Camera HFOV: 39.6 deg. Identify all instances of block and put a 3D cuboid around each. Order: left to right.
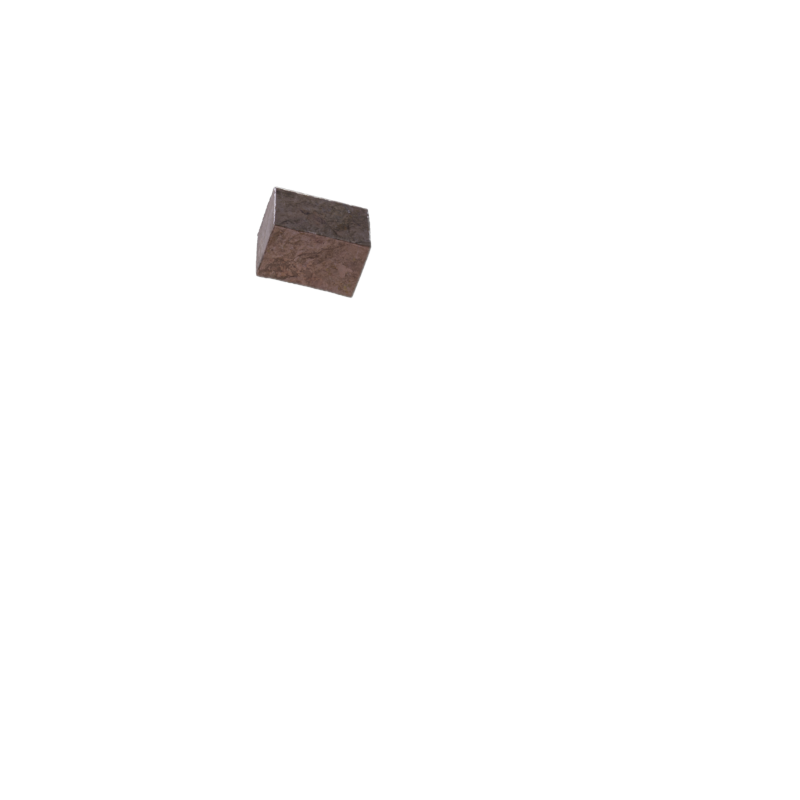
[{"bbox_3d":[-0.066,-0.121,0.845,0.076,0.050,0.055,13,39,-12],"label":"block"}]
